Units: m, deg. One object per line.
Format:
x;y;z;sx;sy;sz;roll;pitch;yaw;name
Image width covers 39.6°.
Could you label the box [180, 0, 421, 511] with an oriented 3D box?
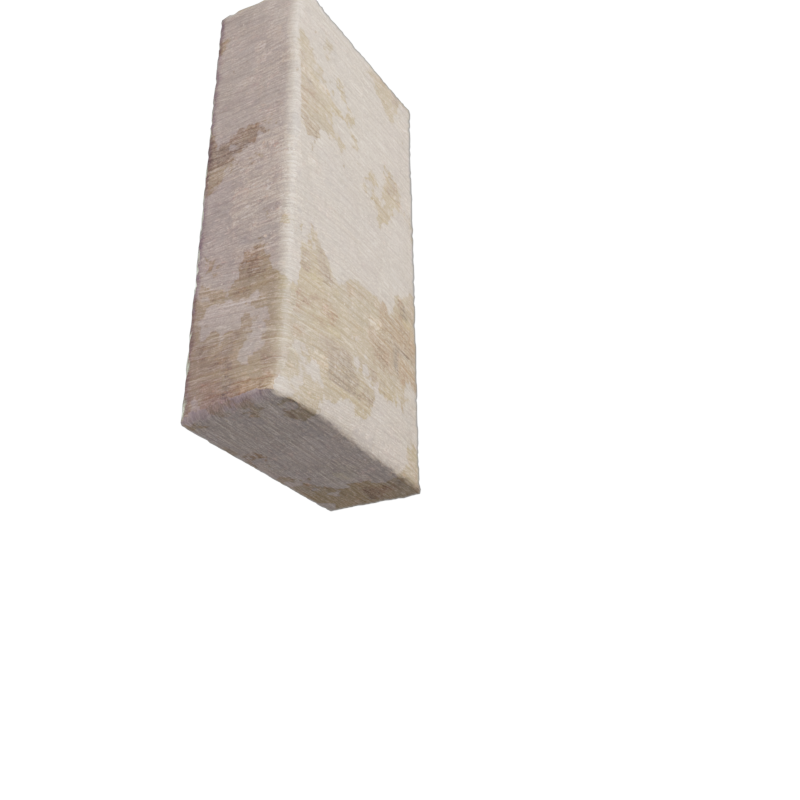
-0.033;-0.059;0.417;0.048;0.188;0.086;-19;-36;25;box
